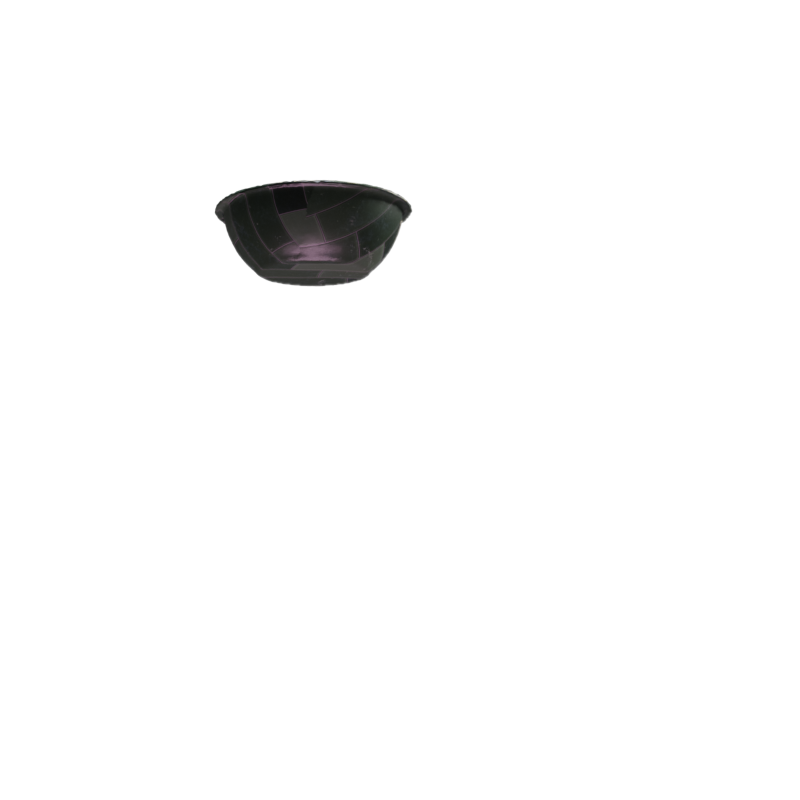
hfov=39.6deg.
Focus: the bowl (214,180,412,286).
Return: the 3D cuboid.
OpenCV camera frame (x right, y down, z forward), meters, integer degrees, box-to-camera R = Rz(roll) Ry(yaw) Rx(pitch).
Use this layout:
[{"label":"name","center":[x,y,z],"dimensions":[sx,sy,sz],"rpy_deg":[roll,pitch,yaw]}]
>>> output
[{"label":"bowl","center":[-0.071,-0.129,0.905],"dimensions":[0.162,0.057,0.158],"rpy_deg":[0,-8,-2]}]
